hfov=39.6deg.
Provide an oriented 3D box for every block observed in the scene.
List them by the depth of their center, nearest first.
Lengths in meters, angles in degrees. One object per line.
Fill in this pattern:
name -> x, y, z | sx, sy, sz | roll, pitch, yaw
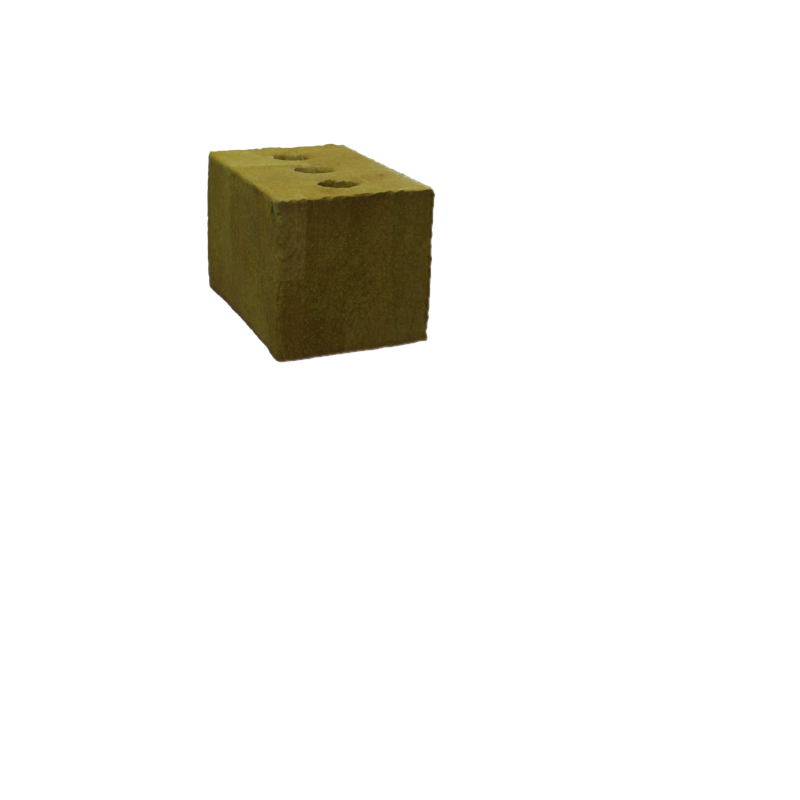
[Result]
block -> -0.029, -0.052, 0.367 | 0.052, 0.049, 0.083 | -8, 23, -22
